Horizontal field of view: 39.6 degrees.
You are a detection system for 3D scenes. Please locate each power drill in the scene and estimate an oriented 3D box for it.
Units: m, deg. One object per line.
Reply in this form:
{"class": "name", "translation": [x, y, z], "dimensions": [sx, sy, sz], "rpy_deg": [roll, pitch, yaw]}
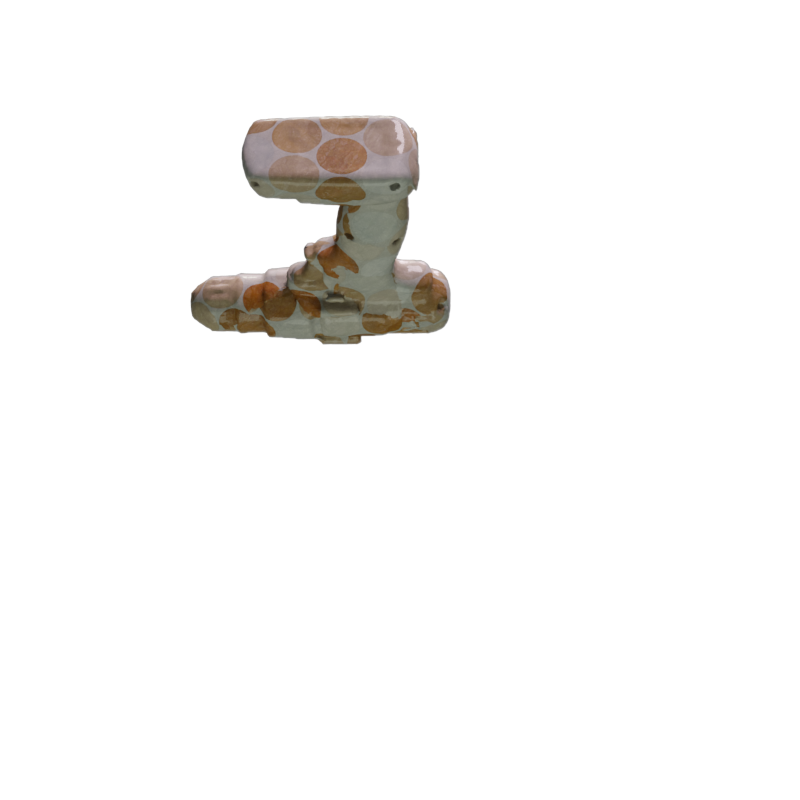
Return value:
{"class": "power drill", "translation": [-0.057, -0.105, 0.733], "dimensions": [0.185, 0.061, 0.175], "rpy_deg": [-1, -32, 2]}
